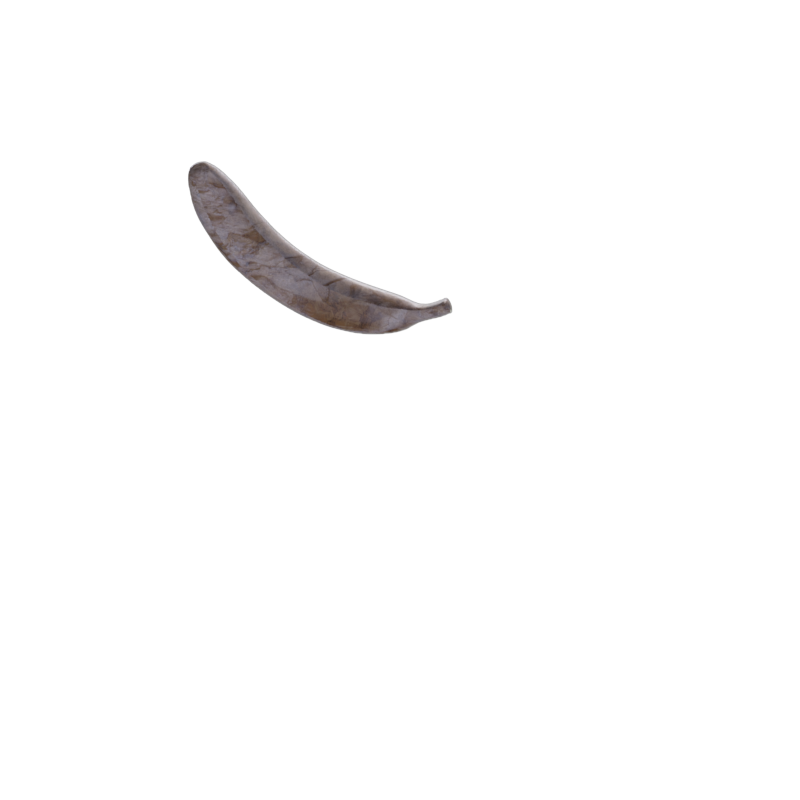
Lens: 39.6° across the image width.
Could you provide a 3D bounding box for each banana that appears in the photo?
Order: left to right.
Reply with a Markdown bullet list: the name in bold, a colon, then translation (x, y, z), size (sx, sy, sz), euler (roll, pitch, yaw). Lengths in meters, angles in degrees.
- **banana**: translation (-0.064, -0.090, 0.730), size (0.190, 0.068, 0.039), euler (27, 33, -19)
